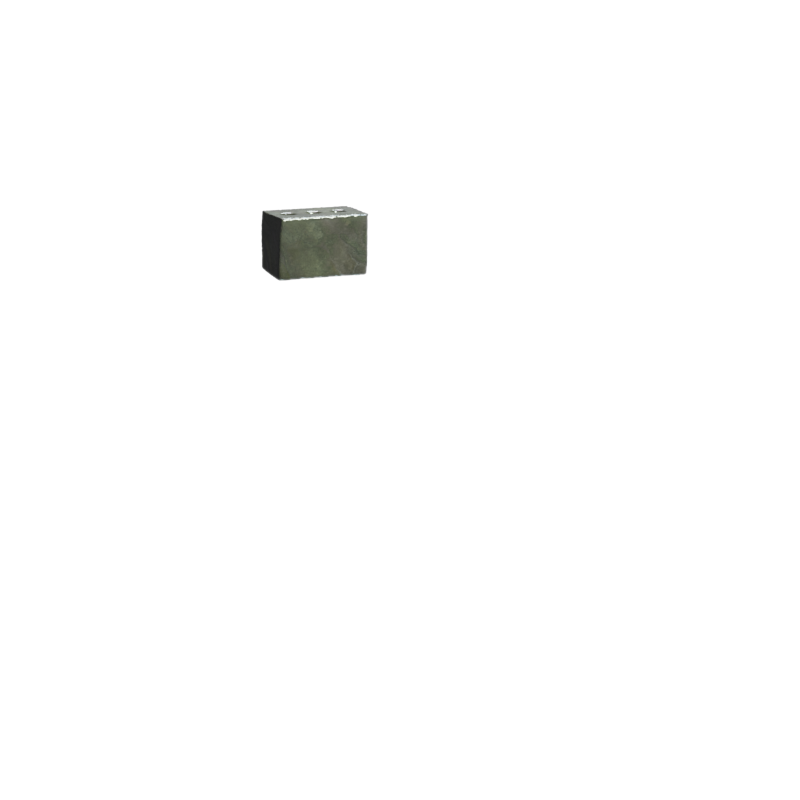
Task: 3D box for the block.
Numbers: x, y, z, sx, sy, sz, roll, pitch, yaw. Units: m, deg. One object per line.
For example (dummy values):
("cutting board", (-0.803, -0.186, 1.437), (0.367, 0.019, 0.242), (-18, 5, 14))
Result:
("block", (-0.072, -0.132, 0.922), (0.076, 0.050, 0.056), (-6, 16, -22))
